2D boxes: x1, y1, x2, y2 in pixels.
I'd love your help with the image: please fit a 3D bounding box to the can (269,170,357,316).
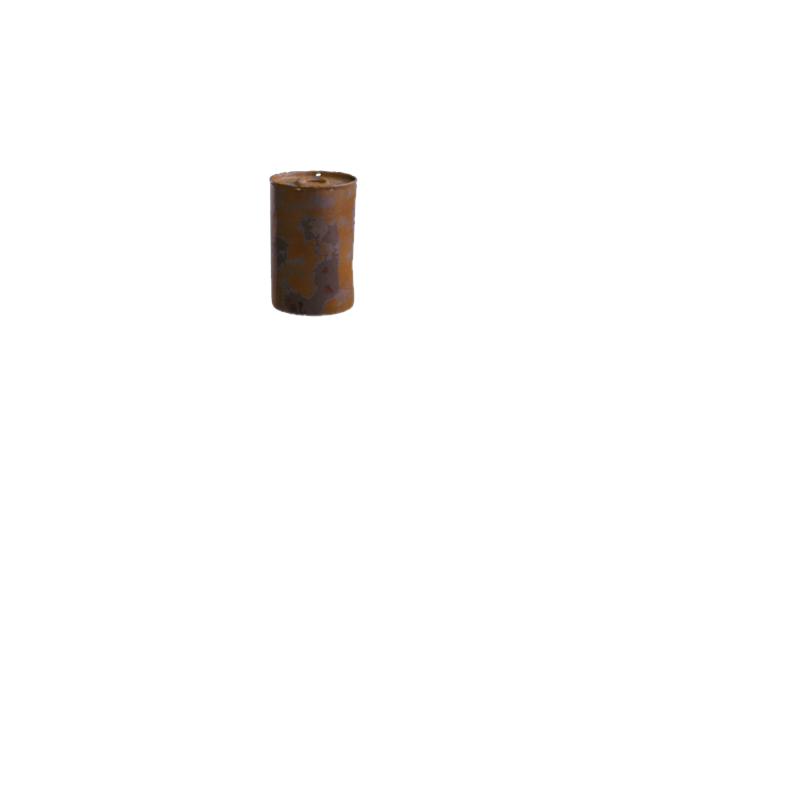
[{"bbox_3d":[-0.068,-0.123,0.865,0.068,0.099,0.071,0,17,-2],"label":"can"}]
